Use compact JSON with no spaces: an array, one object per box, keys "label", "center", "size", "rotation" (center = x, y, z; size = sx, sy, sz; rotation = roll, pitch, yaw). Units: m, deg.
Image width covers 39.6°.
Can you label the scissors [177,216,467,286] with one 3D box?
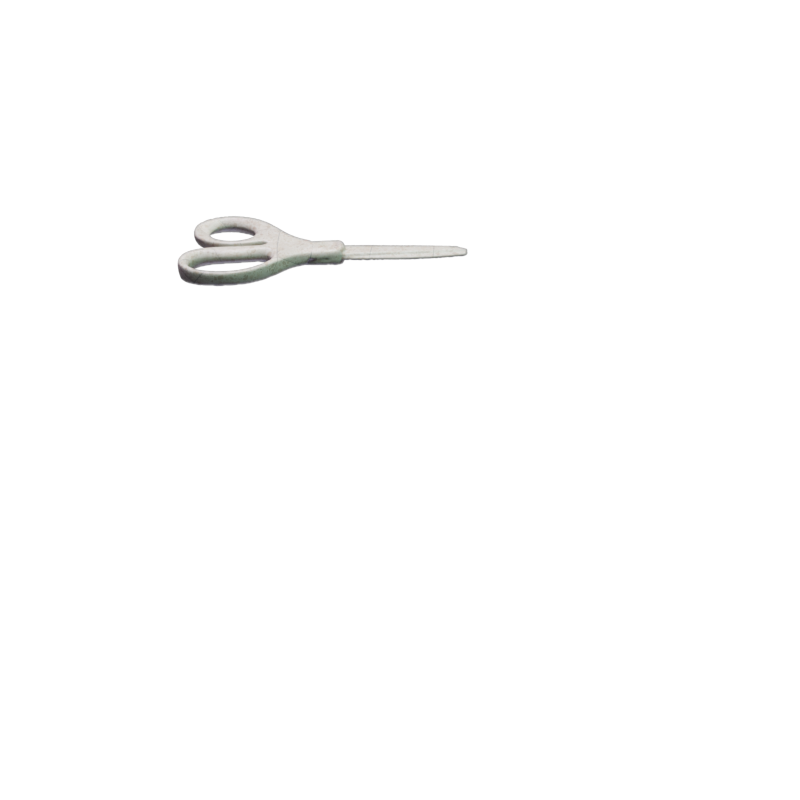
[{"label":"scissors","center":[-0.063,-0.114,0.801],"size":[0.199,0.015,0.104],"rotation":[-10,35,-14]}]
